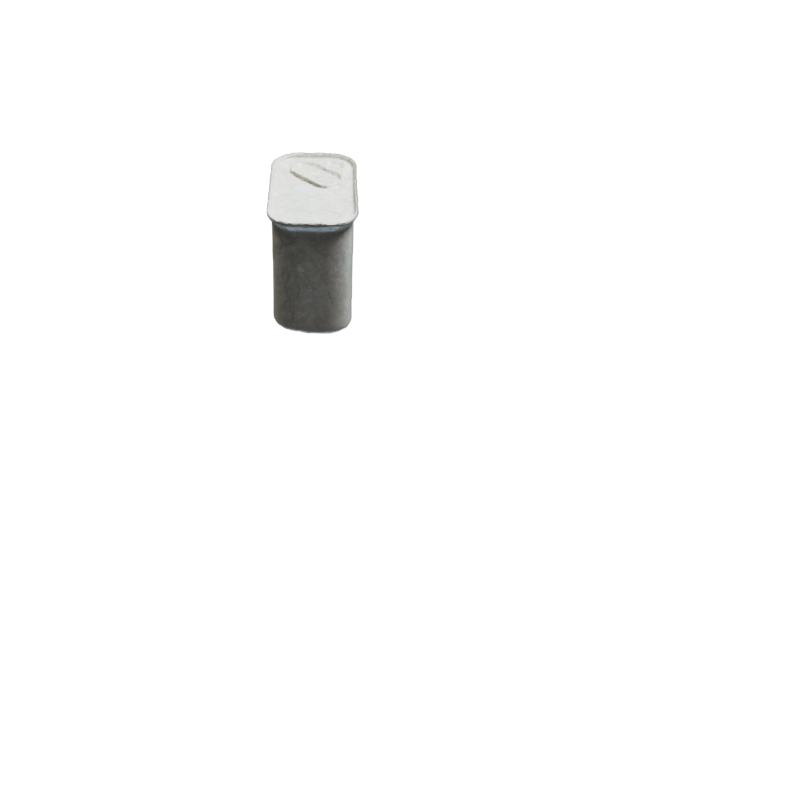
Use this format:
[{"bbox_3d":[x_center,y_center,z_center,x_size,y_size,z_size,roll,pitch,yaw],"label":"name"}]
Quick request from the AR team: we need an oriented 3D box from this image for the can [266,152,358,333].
[{"bbox_3d":[-0.058,-0.105,0.736,0.057,0.079,0.109,0,34,-3],"label":"can"}]
